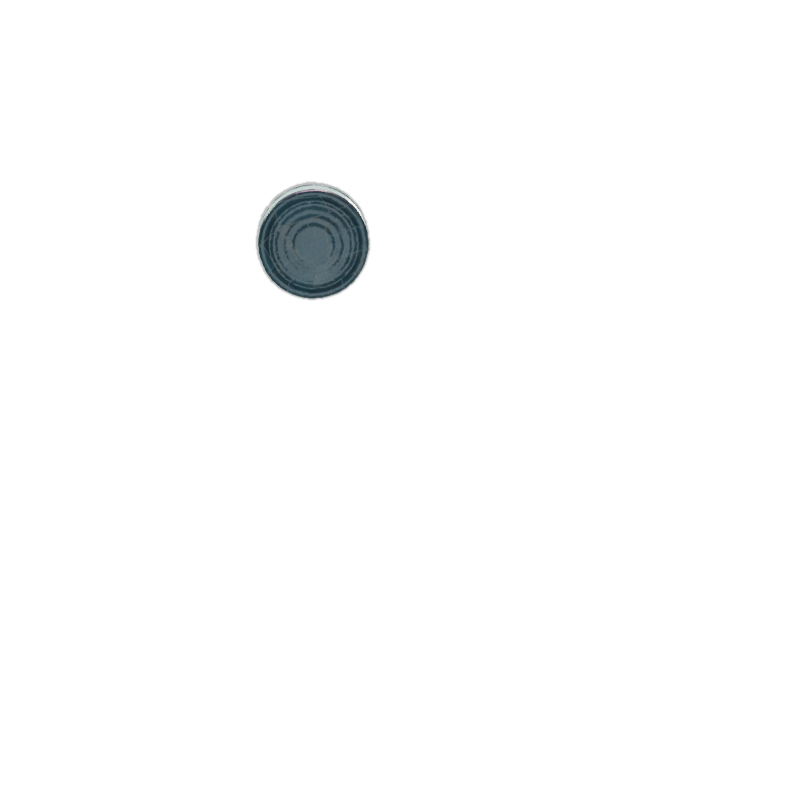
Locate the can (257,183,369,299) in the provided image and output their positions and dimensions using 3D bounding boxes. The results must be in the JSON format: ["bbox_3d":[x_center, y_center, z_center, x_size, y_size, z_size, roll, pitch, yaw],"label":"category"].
[{"bbox_3d":[-0.066,-0.121,0.847,0.086,0.084,0.034,0,11,-1],"label":"can"}]
